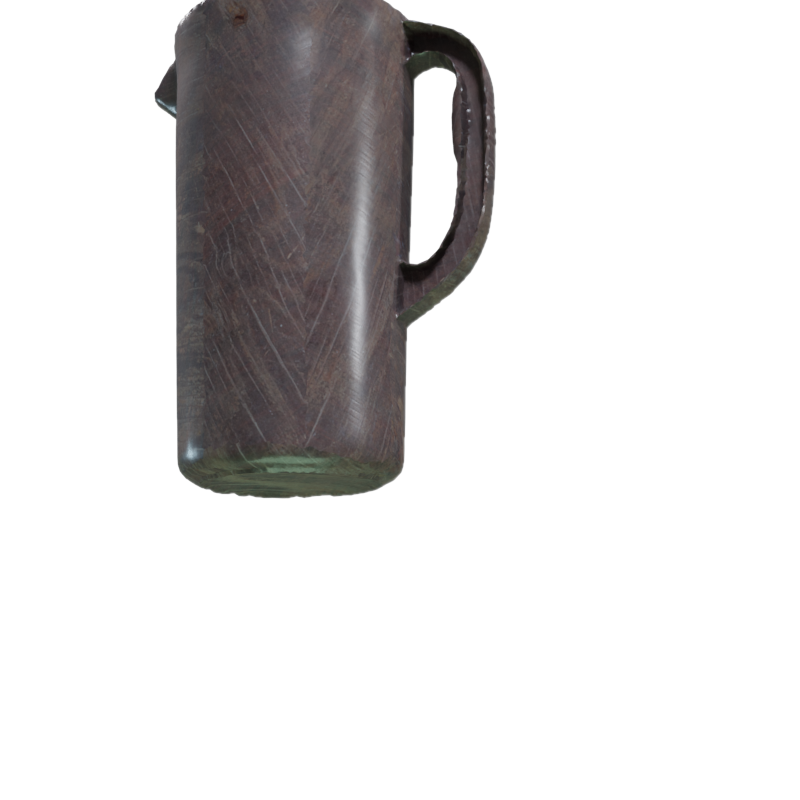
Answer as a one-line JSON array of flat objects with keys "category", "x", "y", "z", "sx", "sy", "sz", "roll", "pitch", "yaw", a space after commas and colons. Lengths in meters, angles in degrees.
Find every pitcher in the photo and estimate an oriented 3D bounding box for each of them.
[{"category": "pitcher", "x": -0.044, "y": -0.080, "z": 0.561, "sx": 0.139, "sy": 0.254, "sz": 0.148, "roll": 8, "pitch": -20, "yaw": -27}]
